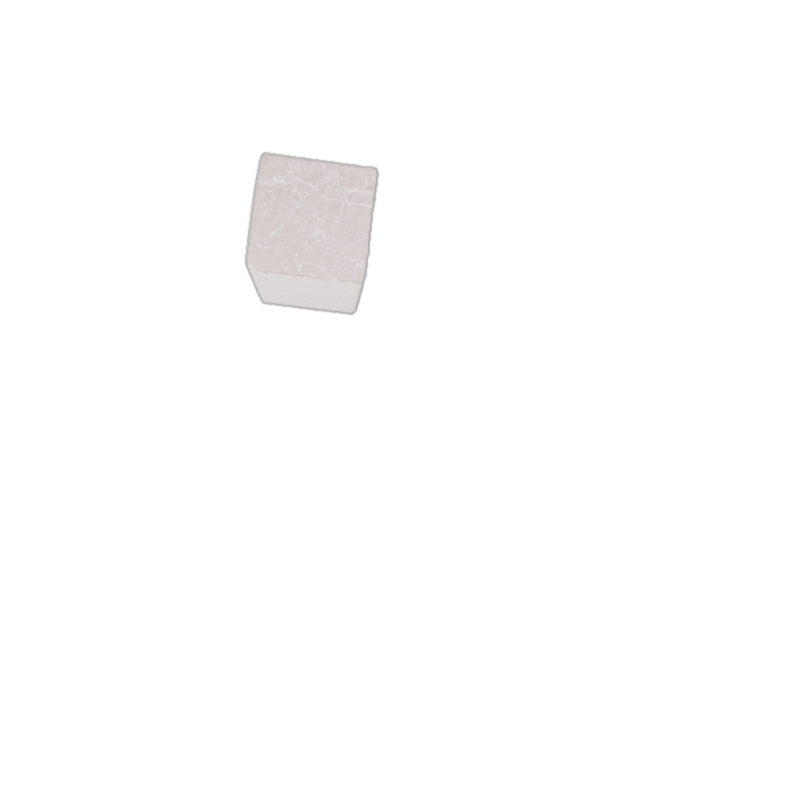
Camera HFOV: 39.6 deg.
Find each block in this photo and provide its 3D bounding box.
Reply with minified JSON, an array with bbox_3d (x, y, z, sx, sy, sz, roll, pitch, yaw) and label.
[{"bbox_3d":[-0.072,-0.130,0.917,0.090,0.092,0.203,7,-4,-3],"label":"block"}]
